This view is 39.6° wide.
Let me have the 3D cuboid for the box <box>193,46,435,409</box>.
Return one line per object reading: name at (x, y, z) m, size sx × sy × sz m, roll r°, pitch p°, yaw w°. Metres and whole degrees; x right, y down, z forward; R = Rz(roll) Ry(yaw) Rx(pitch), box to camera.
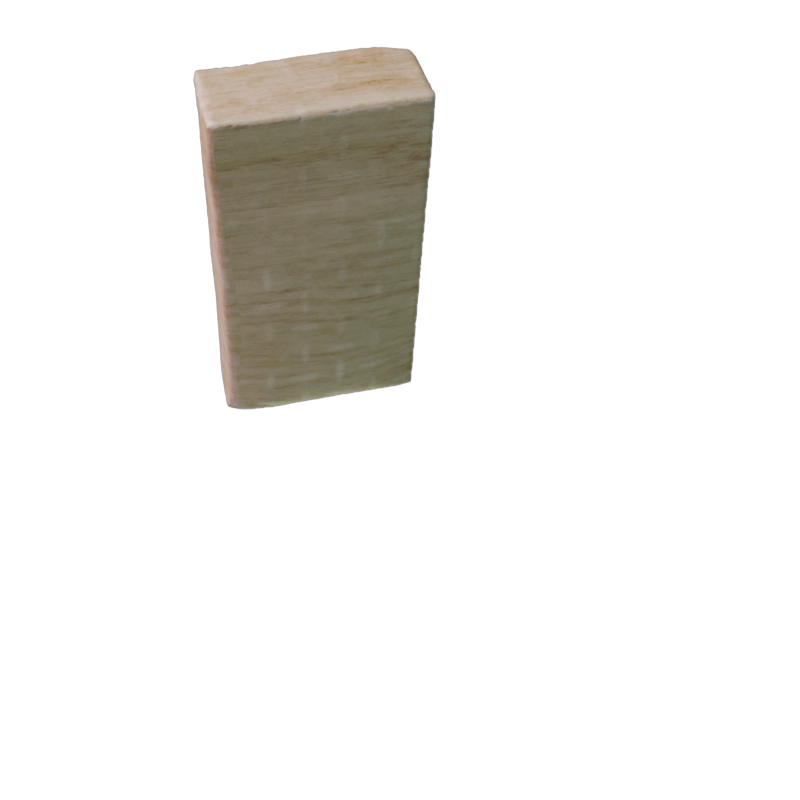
box at (-0.039, -0.071, 0.495) m, size 0.092 × 0.164 × 0.052 m, roll -8°, pitch 46°, yaw -11°
